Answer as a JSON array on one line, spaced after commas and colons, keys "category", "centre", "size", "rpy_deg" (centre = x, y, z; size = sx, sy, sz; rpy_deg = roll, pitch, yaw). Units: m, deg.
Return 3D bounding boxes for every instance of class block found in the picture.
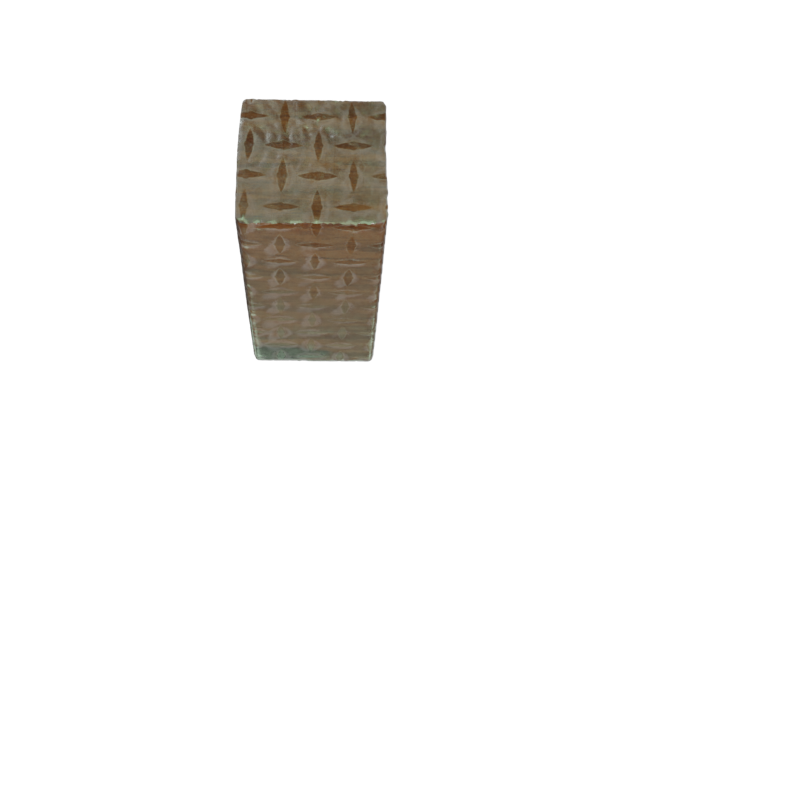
[{"category": "block", "centre": [-0.059, -0.106, 0.747], "size": [0.090, 0.095, 0.195], "rpy_deg": [1, -23, -3]}]
